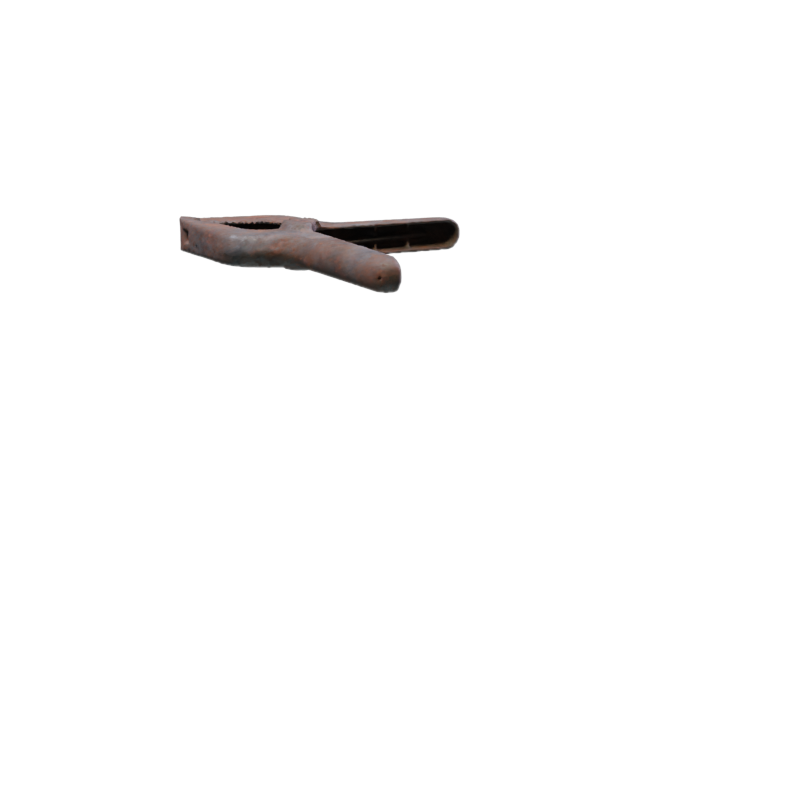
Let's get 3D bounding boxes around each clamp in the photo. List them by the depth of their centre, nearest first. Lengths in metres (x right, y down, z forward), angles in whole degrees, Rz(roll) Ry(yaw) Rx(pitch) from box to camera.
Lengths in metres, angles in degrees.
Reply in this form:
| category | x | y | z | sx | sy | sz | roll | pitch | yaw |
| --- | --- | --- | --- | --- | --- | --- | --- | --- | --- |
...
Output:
| category | x | y | z | sx | sy | sz | roll | pitch | yaw |
| --- | --- | --- | --- | --- | --- | --- | --- | --- | --- |
| clamp | -0.065 | -0.119 | 0.832 | 0.218 | 0.035 | 0.164 | 9 | 20 | 25 |
